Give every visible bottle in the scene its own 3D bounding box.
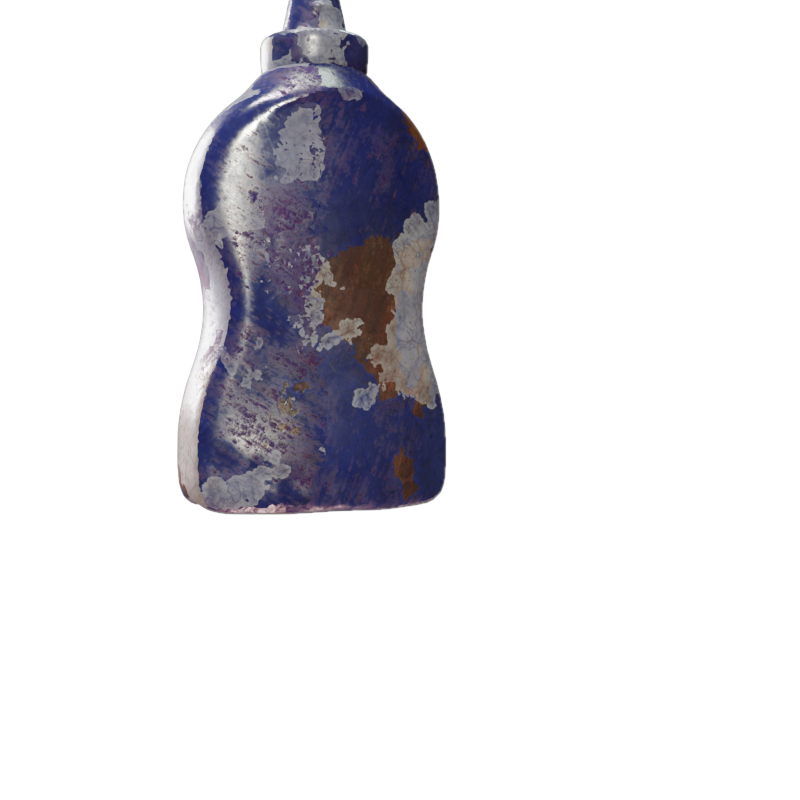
[{"bbox_3d":[-0.032,-0.059,0.410,0.093,0.195,0.059,1,-6,-21],"label":"bottle"}]
